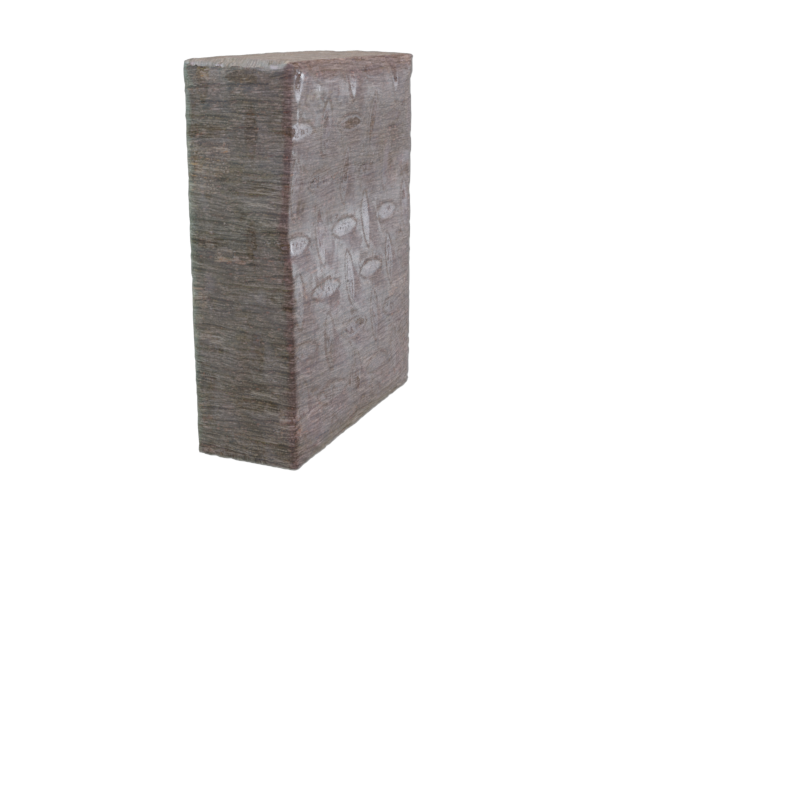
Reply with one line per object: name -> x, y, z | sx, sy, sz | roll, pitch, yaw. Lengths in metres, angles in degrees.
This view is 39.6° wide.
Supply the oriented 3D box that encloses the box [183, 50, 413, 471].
box -> -0.050, -0.091, 0.638 | 0.074, 0.207, 0.164 | 6, 16, 22
